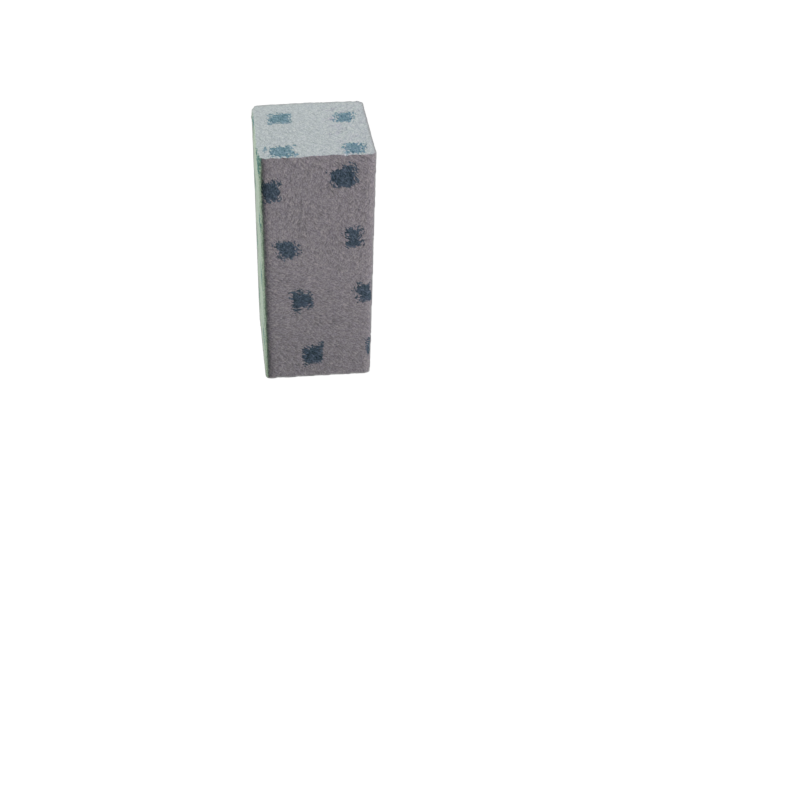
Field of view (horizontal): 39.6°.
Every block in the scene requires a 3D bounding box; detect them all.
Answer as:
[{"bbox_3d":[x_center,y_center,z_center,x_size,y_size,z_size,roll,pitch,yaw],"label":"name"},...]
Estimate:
[{"bbox_3d":[-0.071,-0.128,0.895,0.089,0.193,0.098,-3,37,-7],"label":"block"}]
